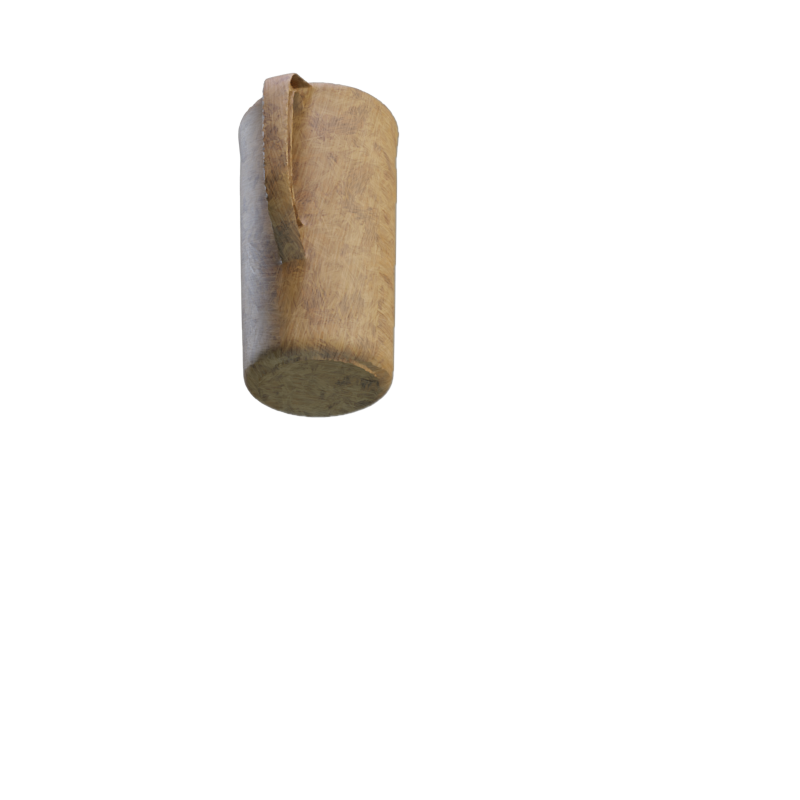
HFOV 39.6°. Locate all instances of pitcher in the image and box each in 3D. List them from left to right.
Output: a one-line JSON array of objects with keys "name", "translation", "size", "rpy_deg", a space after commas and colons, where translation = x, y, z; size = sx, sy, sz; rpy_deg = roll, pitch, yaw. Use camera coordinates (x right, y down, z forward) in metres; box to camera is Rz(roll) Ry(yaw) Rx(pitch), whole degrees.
[{"name": "pitcher", "translation": [-0.066, -0.121, 0.847], "size": [0.143, 0.260, 0.142], "rpy_deg": [16, -37, -26]}]
